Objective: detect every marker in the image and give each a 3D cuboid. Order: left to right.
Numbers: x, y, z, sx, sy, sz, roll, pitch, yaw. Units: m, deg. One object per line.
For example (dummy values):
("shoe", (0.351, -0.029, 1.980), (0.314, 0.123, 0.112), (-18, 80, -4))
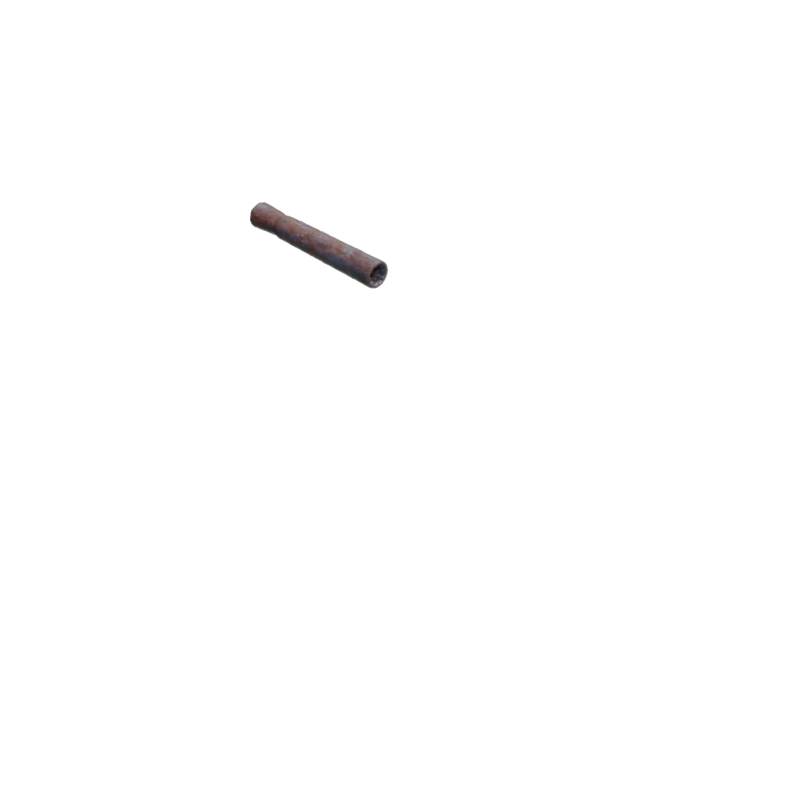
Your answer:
("marker", (-0.057, -0.105, 0.733), (0.019, 0.019, 0.129), (-4, 27, -47))
